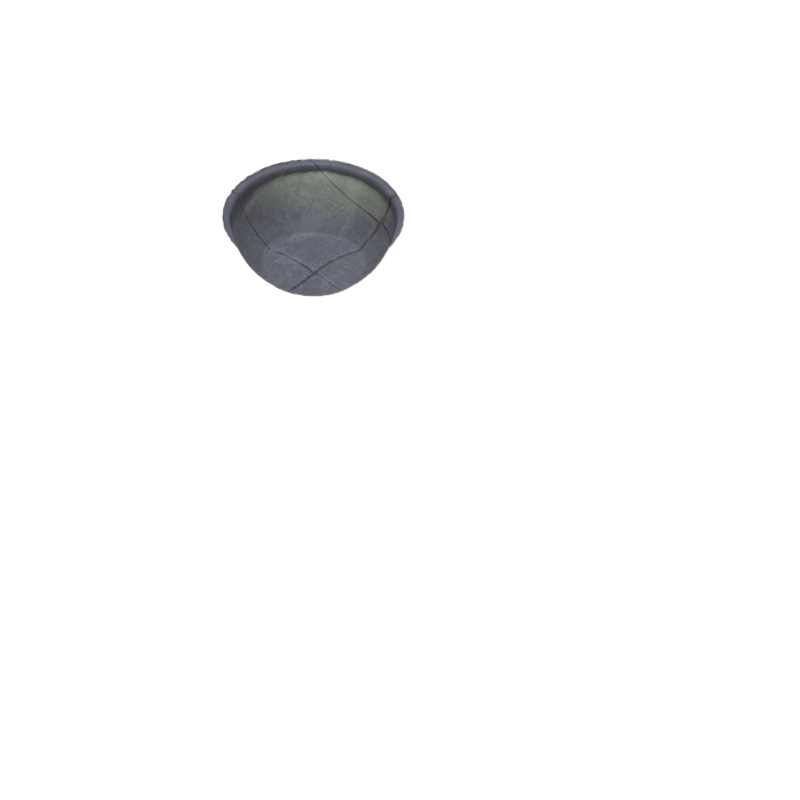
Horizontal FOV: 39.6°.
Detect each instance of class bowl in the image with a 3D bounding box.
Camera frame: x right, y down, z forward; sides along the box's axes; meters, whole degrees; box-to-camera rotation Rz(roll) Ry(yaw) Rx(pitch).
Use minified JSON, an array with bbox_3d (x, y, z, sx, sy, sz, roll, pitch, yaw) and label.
[{"bbox_3d":[-0.076,-0.138,0.969,0.162,0.059,0.152,1,-33,-2],"label":"bowl"}]
